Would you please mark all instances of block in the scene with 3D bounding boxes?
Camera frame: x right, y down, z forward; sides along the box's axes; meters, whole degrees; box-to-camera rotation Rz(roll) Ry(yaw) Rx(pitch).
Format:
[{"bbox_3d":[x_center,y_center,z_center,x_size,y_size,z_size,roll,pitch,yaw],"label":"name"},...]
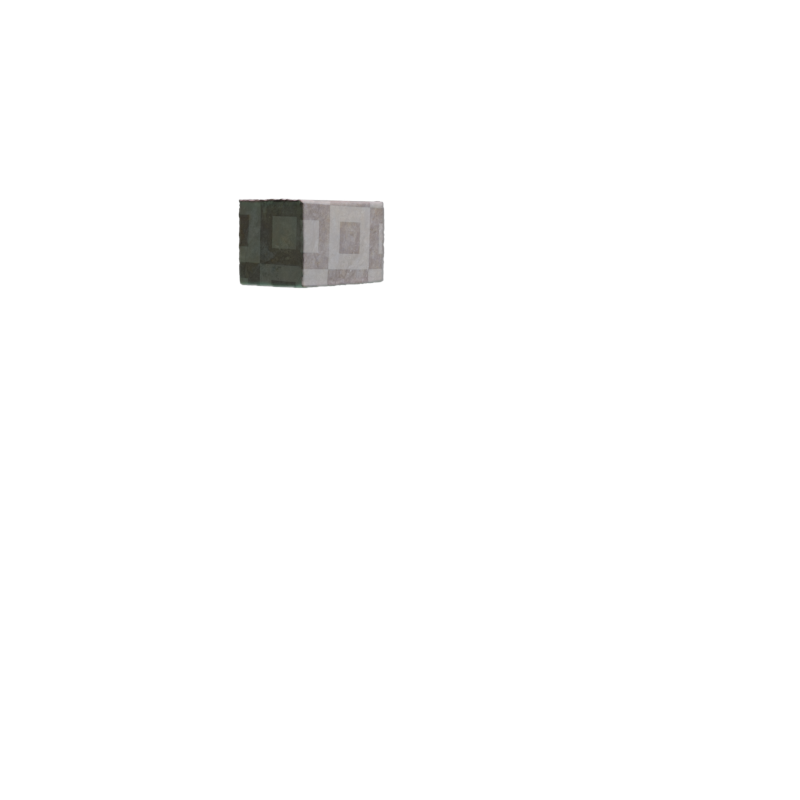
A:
[{"bbox_3d":[-0.052,-0.095,0.668,0.055,0.051,0.075,4,8,38],"label":"block"}]
